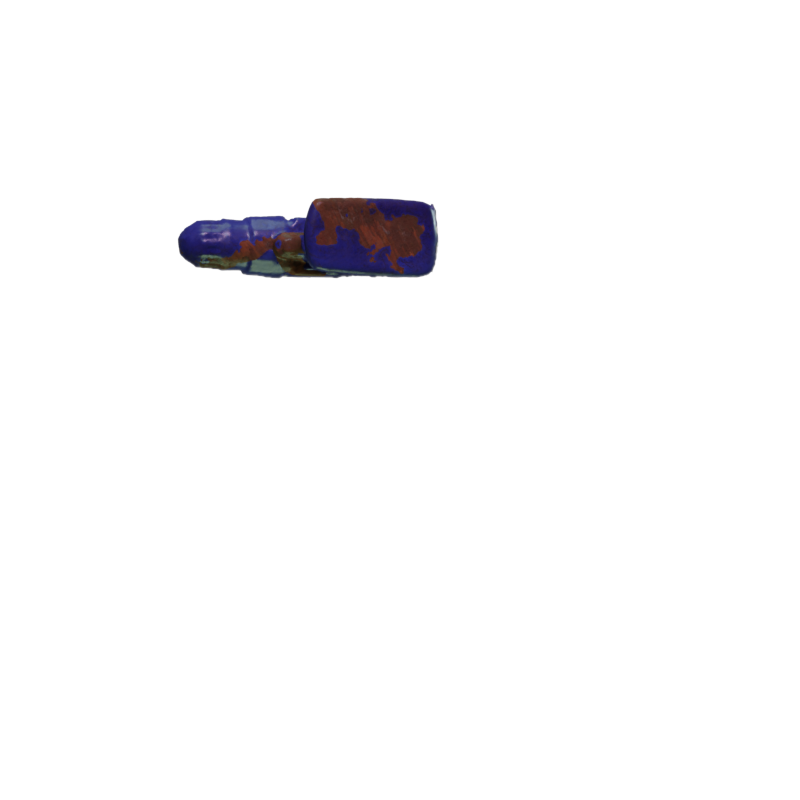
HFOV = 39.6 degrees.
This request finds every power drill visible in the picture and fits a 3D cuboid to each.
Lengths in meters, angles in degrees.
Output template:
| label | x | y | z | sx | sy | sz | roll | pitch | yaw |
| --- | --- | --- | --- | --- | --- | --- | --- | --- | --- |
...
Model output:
| label | x | y | z | sx | sy | sz | roll | pitch | yaw |
| --- | --- | --- | --- | --- | --- | --- | --- | --- | --- |
| power drill | -0.068 | -0.124 | 0.872 | 0.180 | 0.057 | 0.193 | -2 | 6 | -22 |
